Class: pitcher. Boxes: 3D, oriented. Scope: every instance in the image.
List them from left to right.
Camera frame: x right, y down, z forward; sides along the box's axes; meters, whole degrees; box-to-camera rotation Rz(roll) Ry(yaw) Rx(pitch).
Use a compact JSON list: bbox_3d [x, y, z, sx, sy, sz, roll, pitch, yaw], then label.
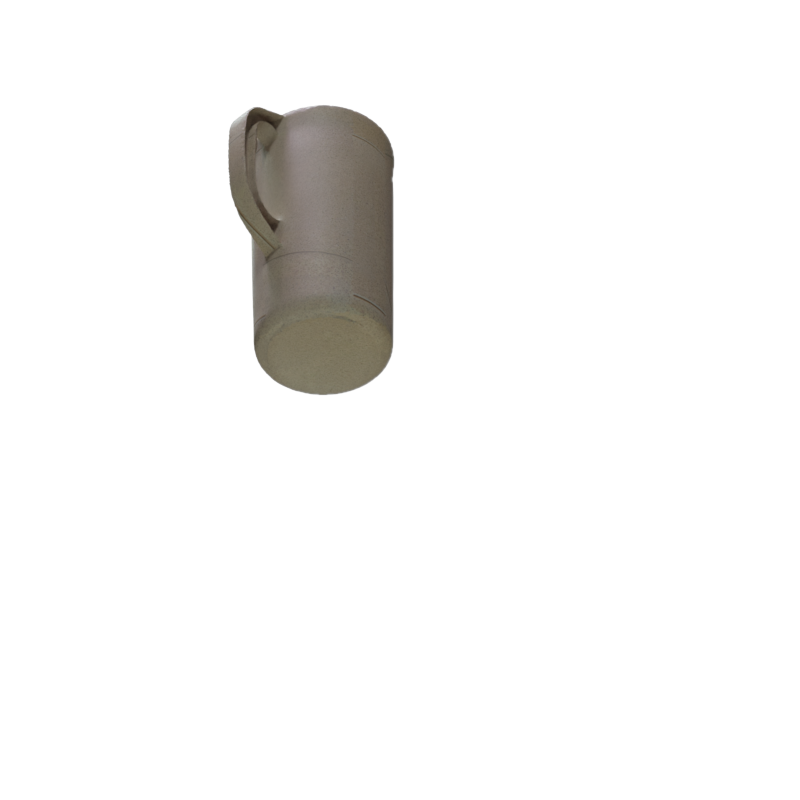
[{"bbox_3d":[-0.073,-0.133,0.931,0.148,0.261,0.135,1,-44,-5],"label":"pitcher"}]
